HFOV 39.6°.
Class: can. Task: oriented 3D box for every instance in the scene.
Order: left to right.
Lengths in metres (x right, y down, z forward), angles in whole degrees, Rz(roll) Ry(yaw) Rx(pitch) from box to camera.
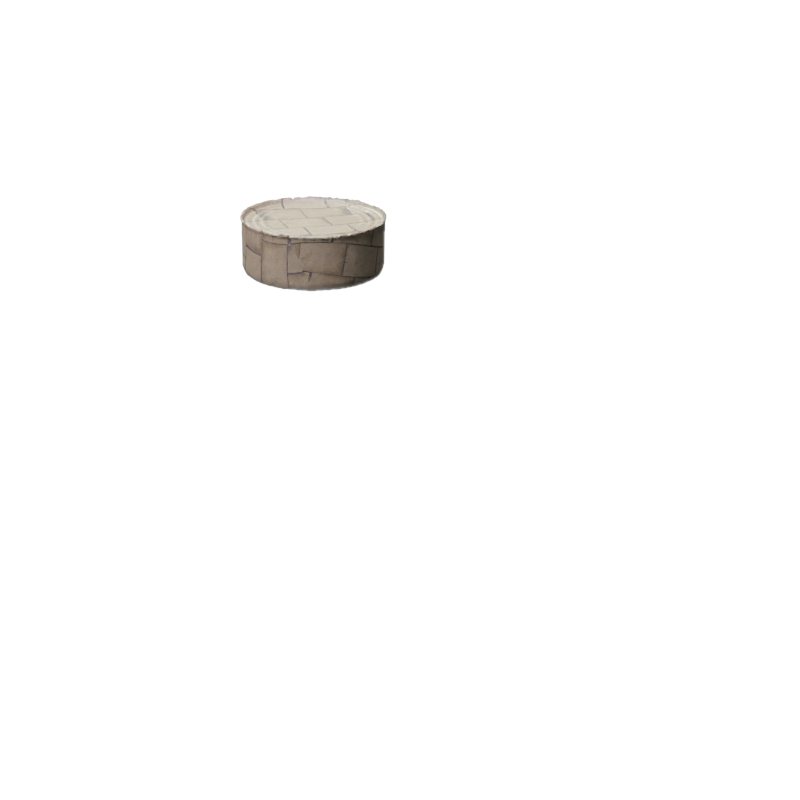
[{"bbox_3d":[-0.051,-0.094,0.656,0.086,0.032,0.090,-1,24,-2],"label":"can"}]
